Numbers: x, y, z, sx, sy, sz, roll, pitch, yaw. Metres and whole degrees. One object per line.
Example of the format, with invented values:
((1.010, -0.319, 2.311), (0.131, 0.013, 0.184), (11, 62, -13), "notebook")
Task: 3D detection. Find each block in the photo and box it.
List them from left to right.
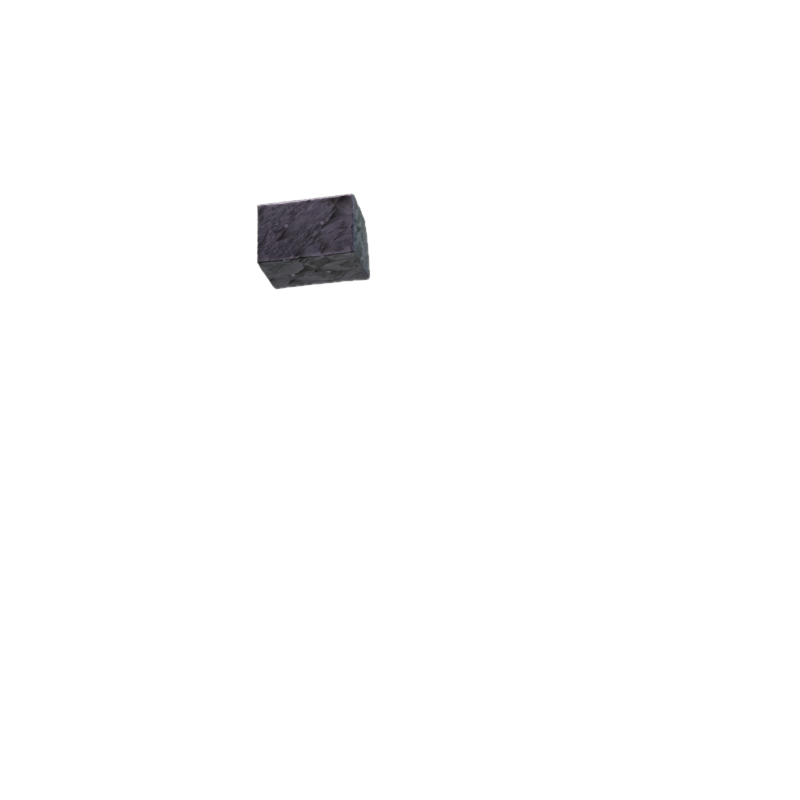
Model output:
((-0.066, -0.121, 0.848), (0.079, 0.054, 0.049), (-5, -22, 11), "block")
